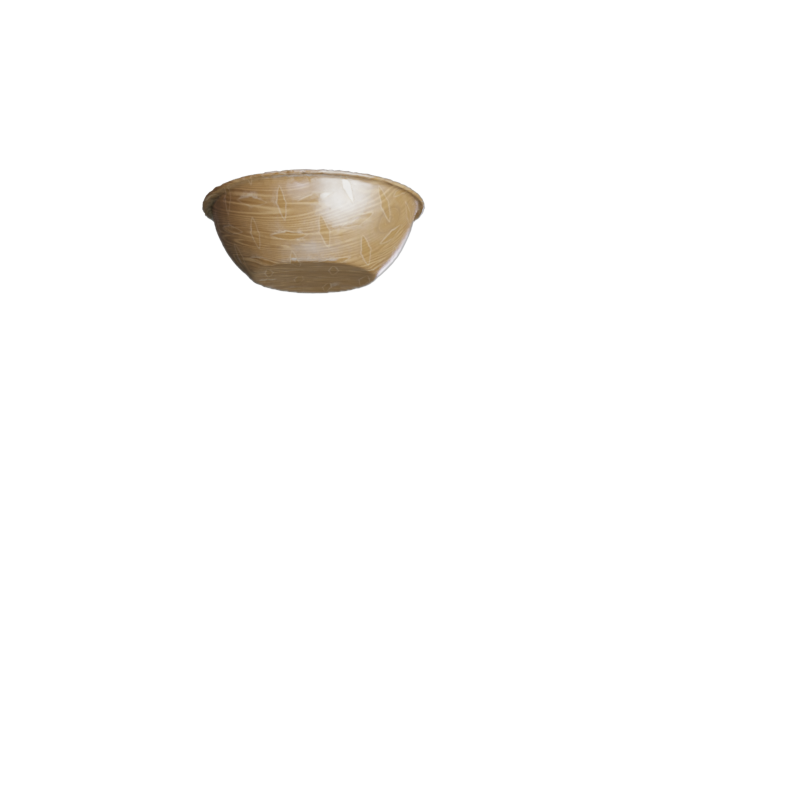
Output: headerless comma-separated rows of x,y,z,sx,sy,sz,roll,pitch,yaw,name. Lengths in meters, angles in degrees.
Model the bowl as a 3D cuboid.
-0.063,-0.114,0.799,0.162,0.057,0.157,0,-10,-2,bowl
